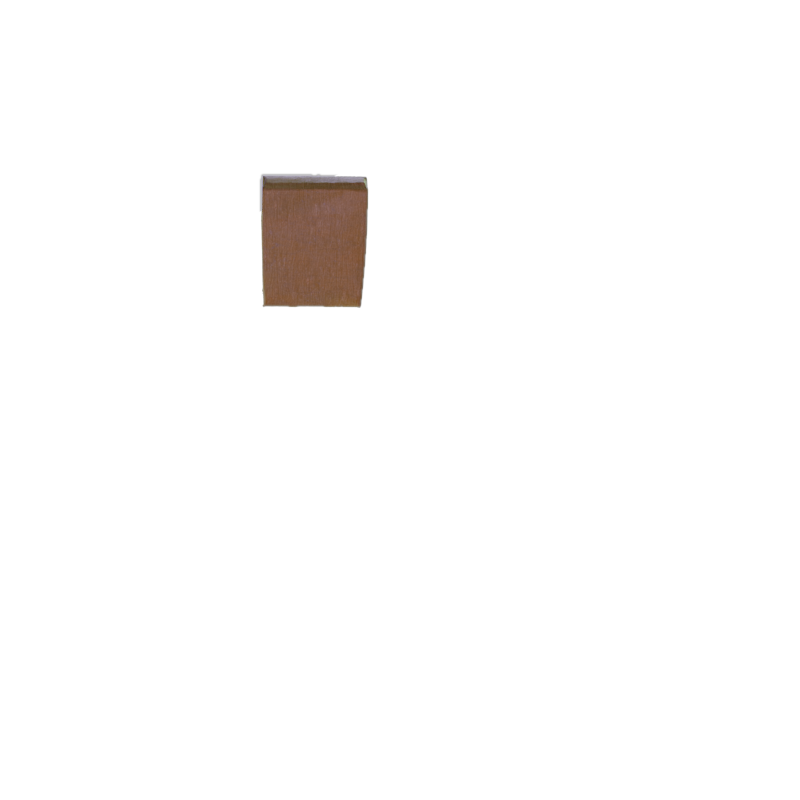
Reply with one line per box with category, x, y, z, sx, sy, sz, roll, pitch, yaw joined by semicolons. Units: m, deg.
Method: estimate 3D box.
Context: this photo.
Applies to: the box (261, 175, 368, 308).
box;-0.074;-0.135;0.946;0.090;0.108;0.041;2;24;-2
